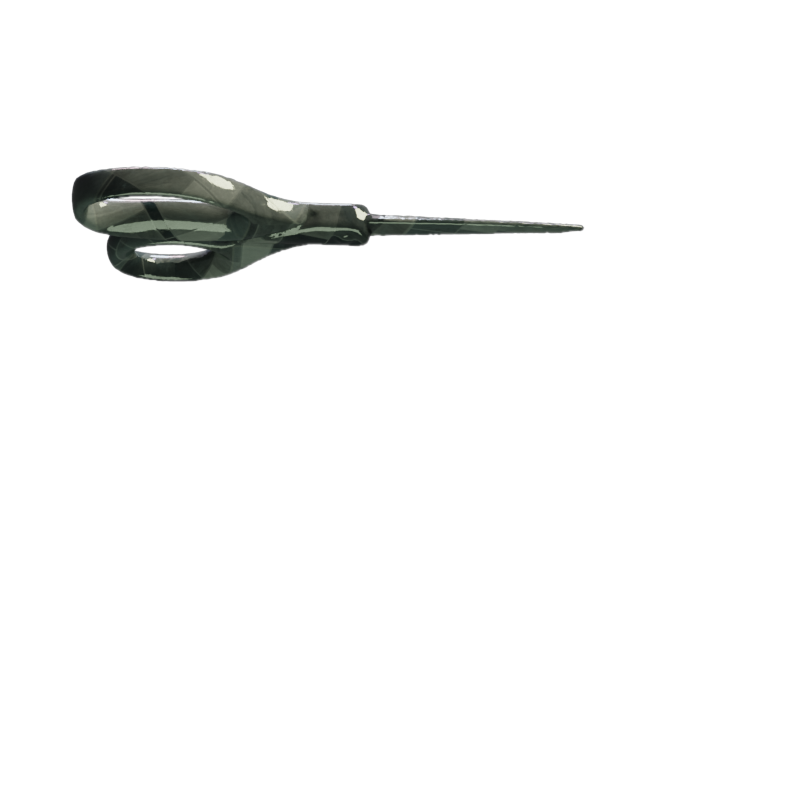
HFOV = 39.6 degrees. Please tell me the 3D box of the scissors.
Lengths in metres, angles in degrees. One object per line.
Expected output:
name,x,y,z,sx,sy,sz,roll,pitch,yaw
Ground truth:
scissors,-0.036,-0.066,0.462,0.196,0.016,0.094,5,-17,-18
